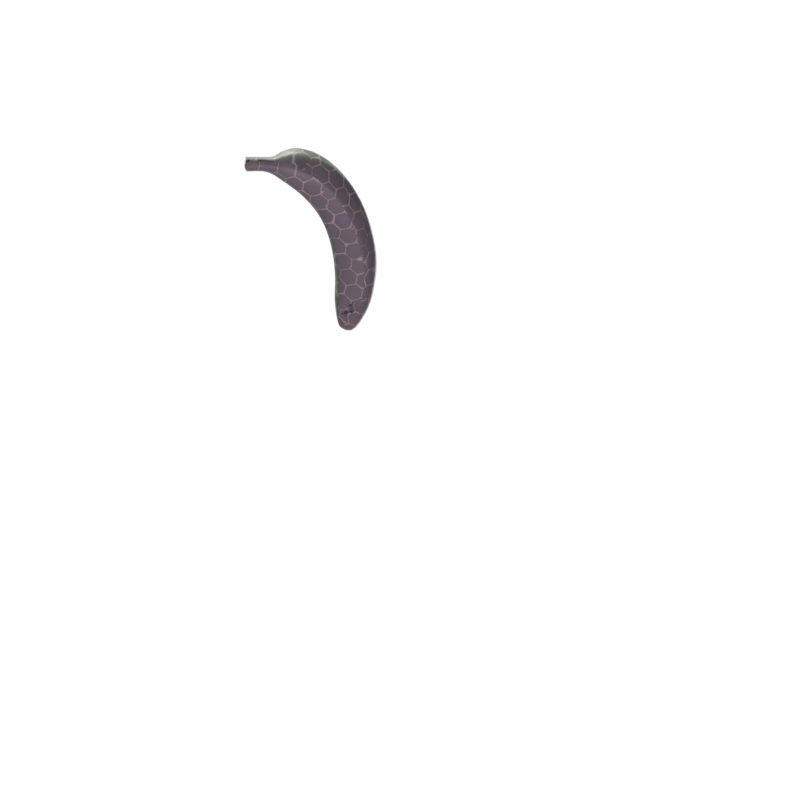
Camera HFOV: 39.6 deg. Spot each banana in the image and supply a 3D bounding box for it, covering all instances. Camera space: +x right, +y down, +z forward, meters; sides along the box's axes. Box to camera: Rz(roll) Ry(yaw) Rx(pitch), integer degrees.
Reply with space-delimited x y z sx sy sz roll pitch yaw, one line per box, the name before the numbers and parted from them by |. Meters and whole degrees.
banana | -0.059 -0.144 0.944 0.070 0.184 0.039 -21 33 14
